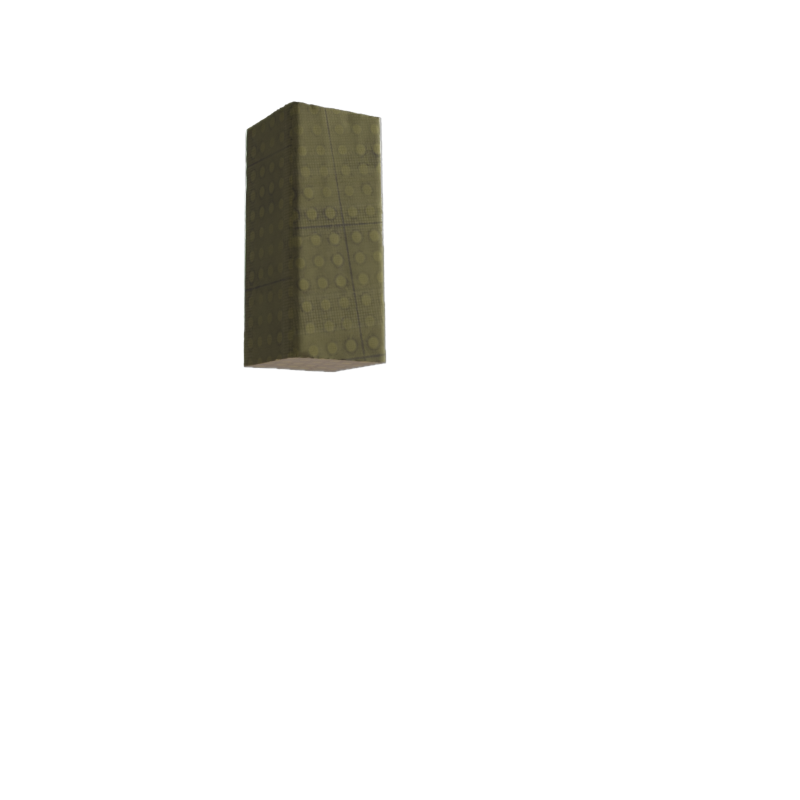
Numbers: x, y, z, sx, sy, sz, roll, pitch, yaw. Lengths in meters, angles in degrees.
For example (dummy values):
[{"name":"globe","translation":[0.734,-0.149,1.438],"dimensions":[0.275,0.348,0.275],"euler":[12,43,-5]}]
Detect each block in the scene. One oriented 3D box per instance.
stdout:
[{"name":"block","translation":[-0.073,-0.132,0.924],"dimensions":[0.087,0.212,0.092],"euler":[6,-12,-31]}]
